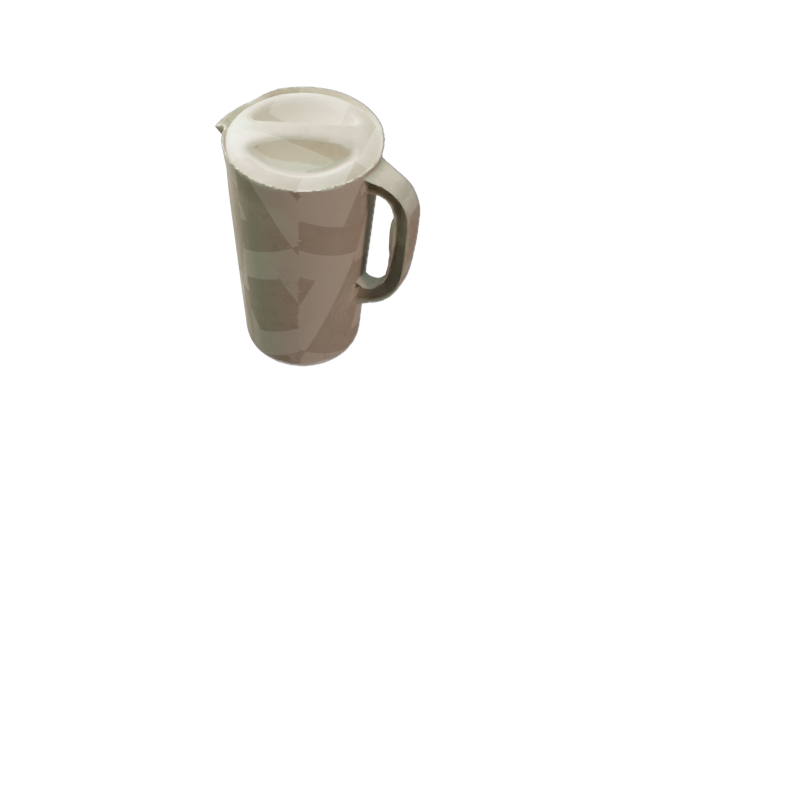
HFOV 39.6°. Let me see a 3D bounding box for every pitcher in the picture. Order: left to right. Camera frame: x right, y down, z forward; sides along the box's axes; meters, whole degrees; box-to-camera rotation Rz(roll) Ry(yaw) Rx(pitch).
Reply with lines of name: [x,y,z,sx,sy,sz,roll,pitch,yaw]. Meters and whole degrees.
pitcher: [-0.076,-0.139,0.971,0.143,0.161,0.226,-11,-40,-13]
